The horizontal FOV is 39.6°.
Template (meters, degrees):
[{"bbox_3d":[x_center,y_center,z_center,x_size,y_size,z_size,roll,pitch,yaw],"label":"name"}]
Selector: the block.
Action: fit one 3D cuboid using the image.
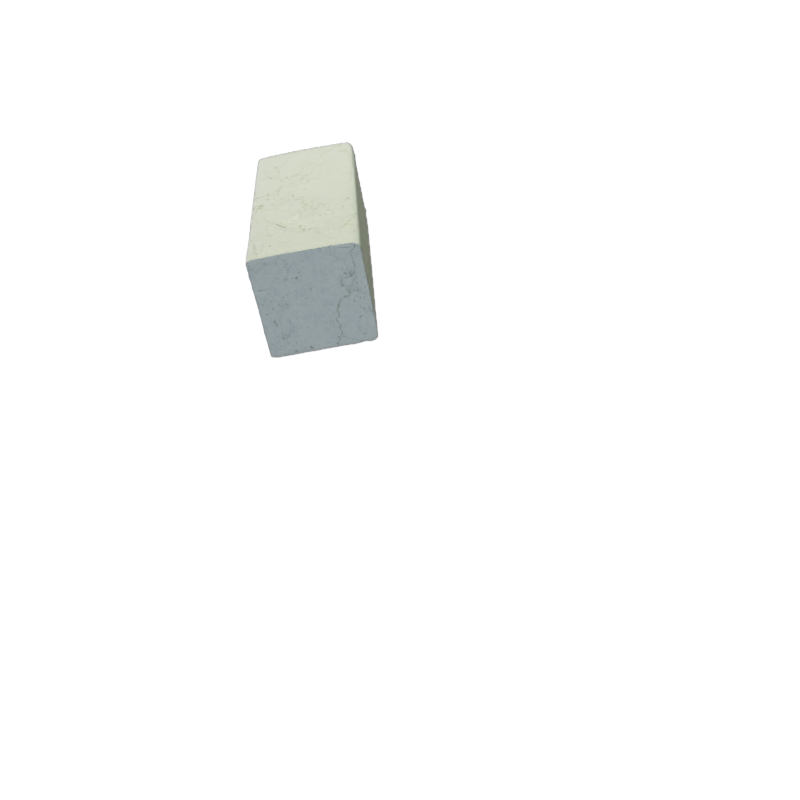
[{"bbox_3d":[-0.073,-0.135,0.945,0.090,0.085,0.219,-10,32,3],"label":"block"}]
